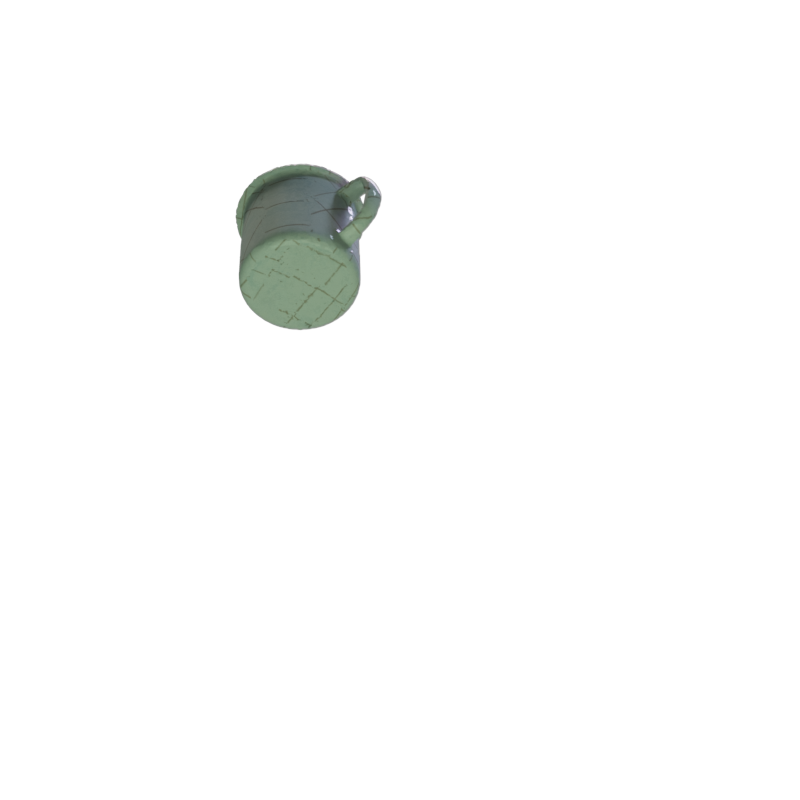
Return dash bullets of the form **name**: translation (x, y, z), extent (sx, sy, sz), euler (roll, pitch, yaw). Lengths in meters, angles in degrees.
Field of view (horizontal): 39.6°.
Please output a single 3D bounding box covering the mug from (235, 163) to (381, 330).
- **mug**: translation (-0.059, -0.108, 0.759), extent (0.116, 0.087, 0.087), euler (-32, -57, 22)
